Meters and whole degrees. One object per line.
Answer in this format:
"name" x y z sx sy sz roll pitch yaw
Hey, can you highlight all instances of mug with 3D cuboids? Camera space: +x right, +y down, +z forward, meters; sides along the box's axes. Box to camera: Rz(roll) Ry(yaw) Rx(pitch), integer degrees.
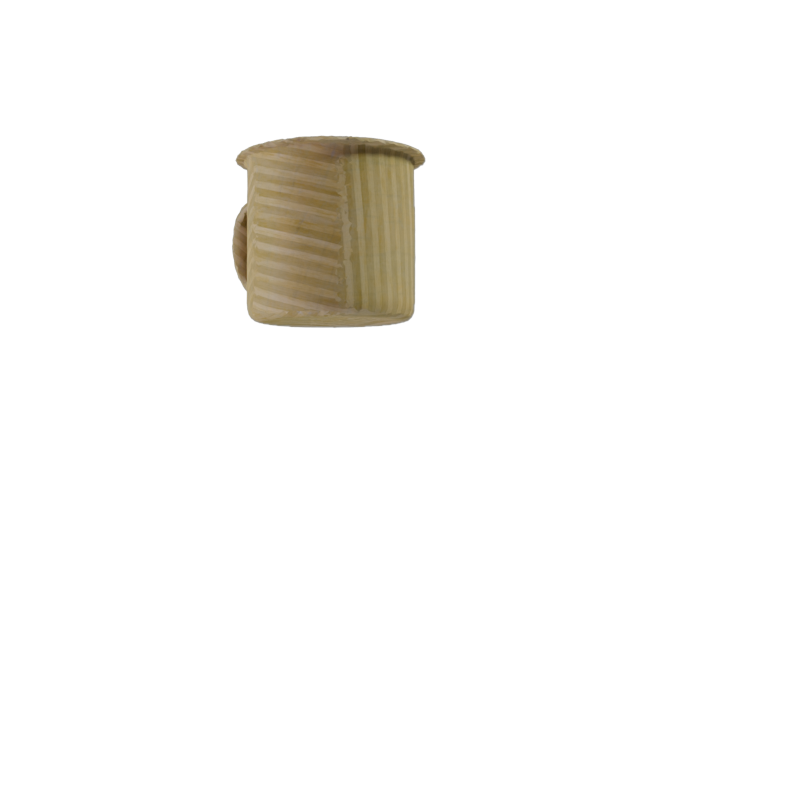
"mug" -0.043 -0.078 0.549 0.121 0.083 0.089 -3 -5 42
